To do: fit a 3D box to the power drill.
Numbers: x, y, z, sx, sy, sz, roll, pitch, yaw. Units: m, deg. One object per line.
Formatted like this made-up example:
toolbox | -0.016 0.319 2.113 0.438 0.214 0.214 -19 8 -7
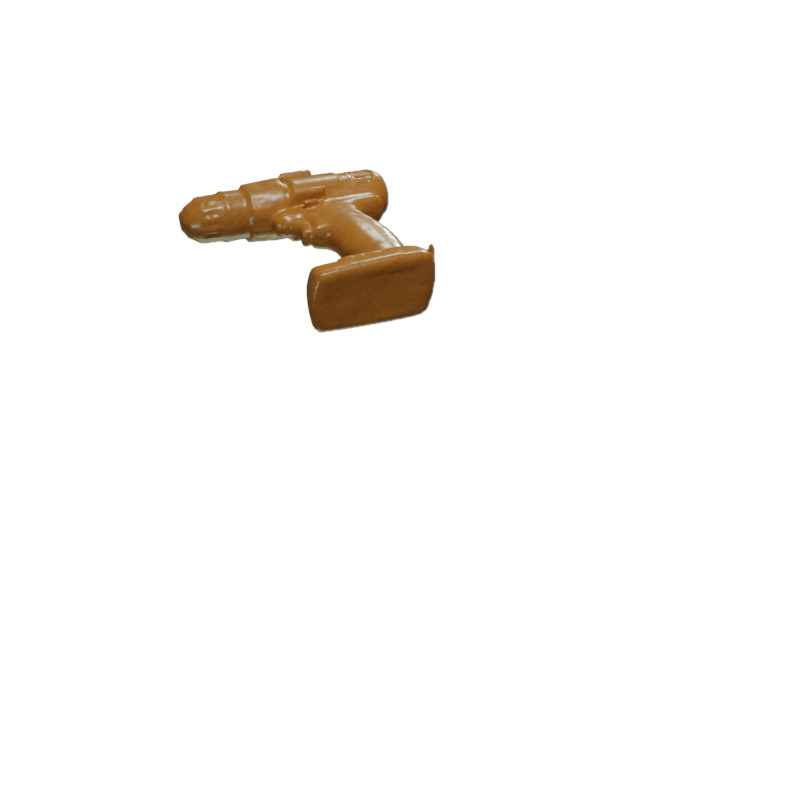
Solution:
power drill | -0.070 -0.128 0.893 0.182 0.054 0.203 -13 38 -18
